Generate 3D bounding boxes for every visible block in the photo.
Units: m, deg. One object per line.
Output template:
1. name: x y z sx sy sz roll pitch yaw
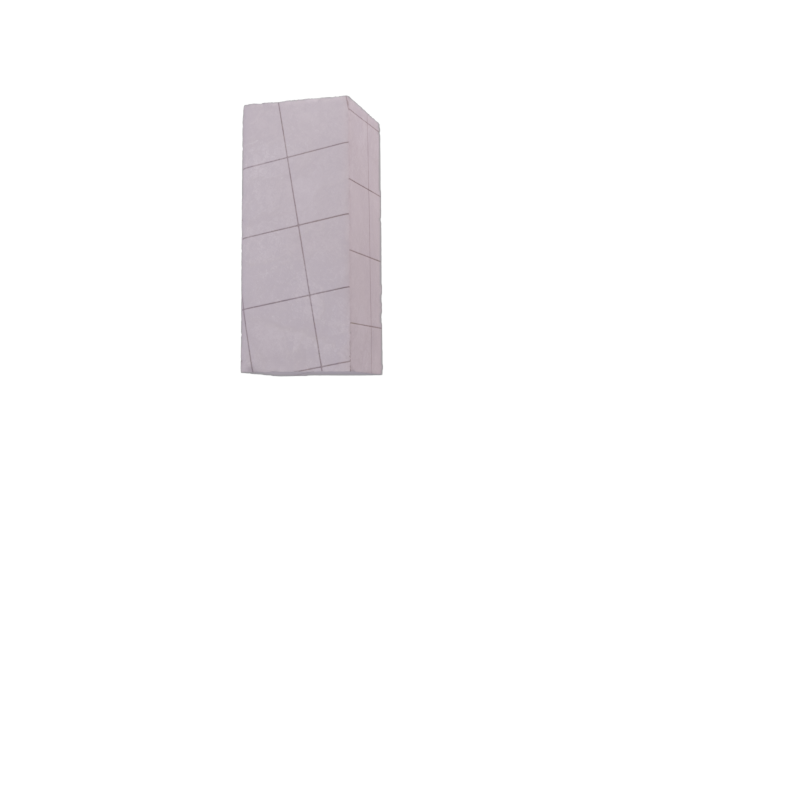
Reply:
1. block: -0.069 -0.124 0.869 0.092 0.210 0.087 -3 -8 16
